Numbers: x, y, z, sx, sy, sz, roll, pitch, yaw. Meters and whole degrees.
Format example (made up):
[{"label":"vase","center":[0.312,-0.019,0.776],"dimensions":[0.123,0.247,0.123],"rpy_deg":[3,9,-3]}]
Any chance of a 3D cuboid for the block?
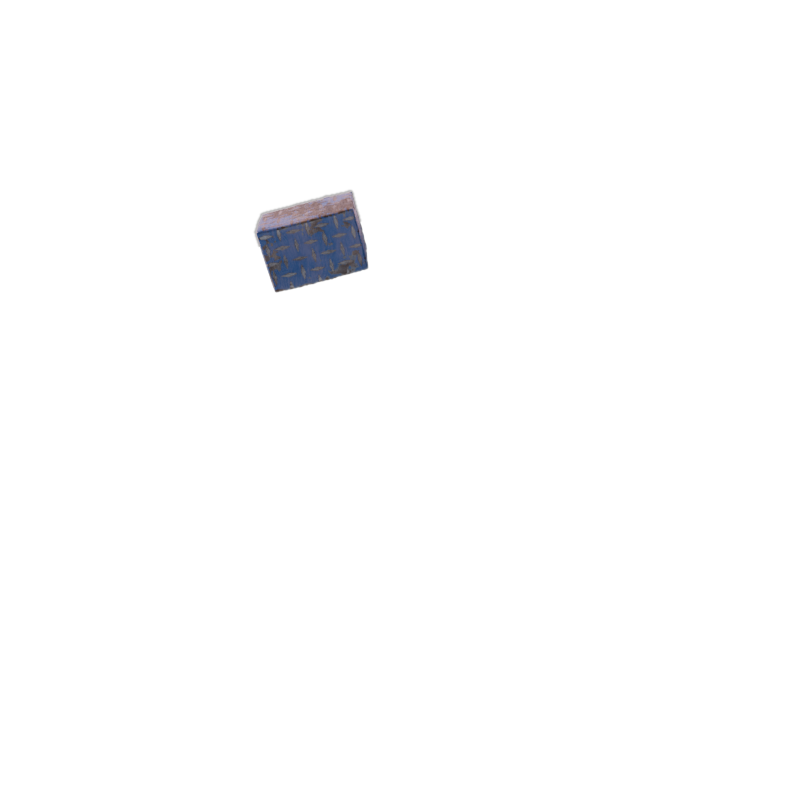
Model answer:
[{"label":"block","center":[-0.068,-0.124,0.870],"dimensions":[0.078,0.050,0.054],"rpy_deg":[-13,22,4]}]
